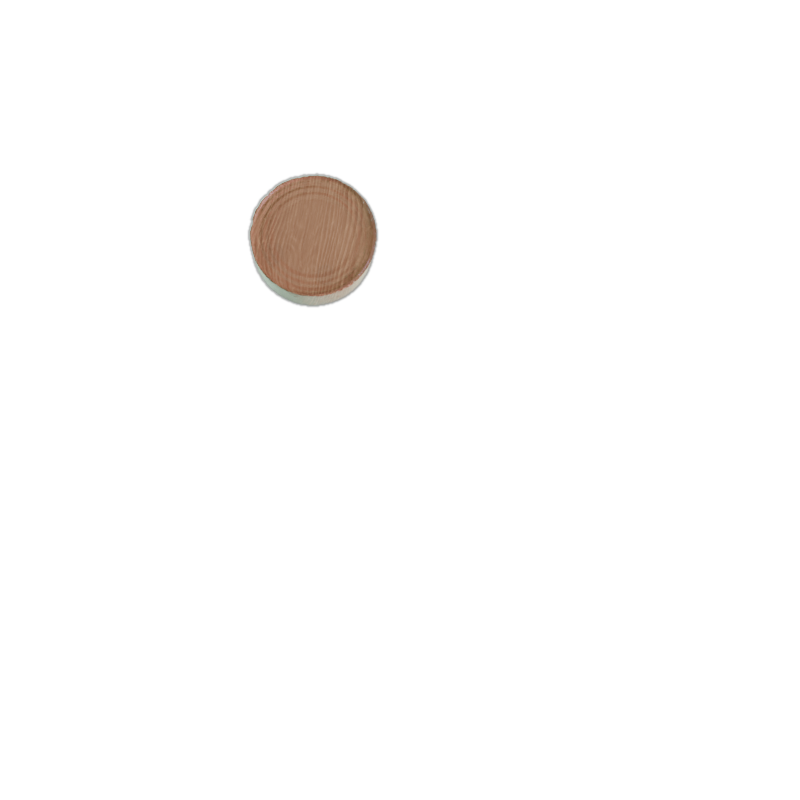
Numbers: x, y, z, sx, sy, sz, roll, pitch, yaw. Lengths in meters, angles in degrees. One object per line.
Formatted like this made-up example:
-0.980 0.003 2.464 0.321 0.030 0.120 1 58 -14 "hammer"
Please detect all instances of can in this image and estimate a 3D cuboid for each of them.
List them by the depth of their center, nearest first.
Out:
-0.059 -0.108 0.758 0.086 0.089 0.032 -1 -16 -1 "can"
